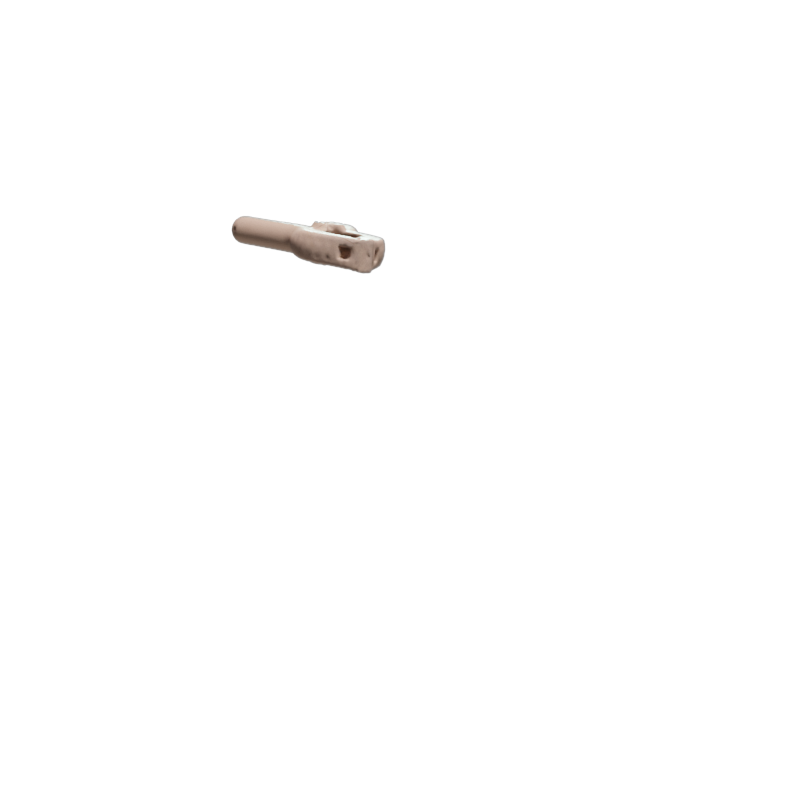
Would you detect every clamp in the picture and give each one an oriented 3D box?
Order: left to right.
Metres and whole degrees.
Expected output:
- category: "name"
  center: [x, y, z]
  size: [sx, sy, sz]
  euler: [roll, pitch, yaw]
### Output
- category: "clamp"
  center: [-0.074, -0.134, 0.940]
  size: [0.118, 0.038, 0.178]
  euler: [-3, 12, -16]
